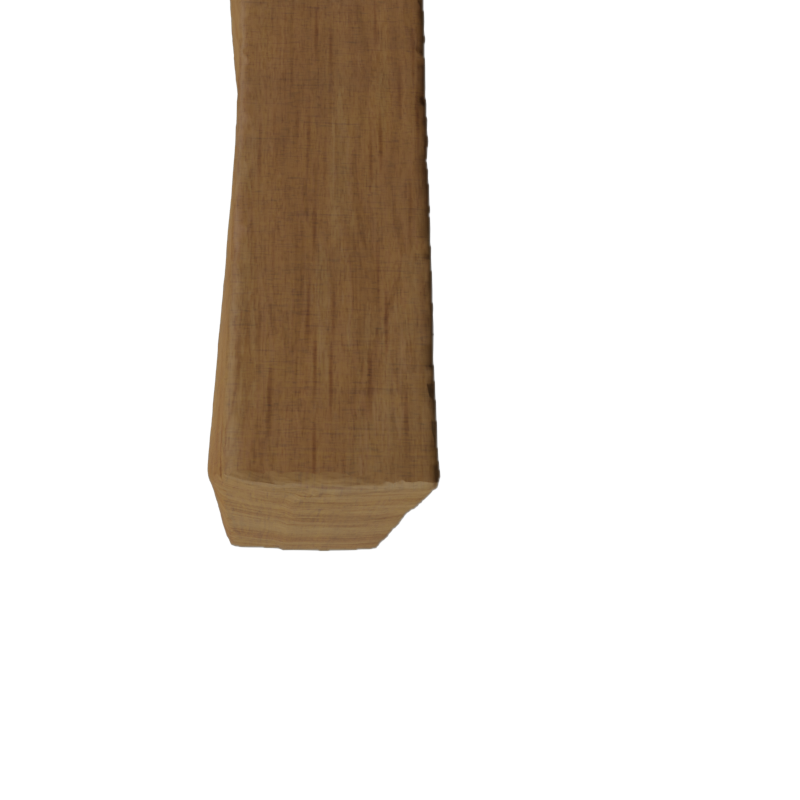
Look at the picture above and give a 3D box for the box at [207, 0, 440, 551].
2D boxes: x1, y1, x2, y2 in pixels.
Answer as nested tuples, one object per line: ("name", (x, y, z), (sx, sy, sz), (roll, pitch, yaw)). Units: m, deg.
("box", (-0.033, -0.060, 0.423), (0.071, 0.224, 0.158), (1, -18, -6))
